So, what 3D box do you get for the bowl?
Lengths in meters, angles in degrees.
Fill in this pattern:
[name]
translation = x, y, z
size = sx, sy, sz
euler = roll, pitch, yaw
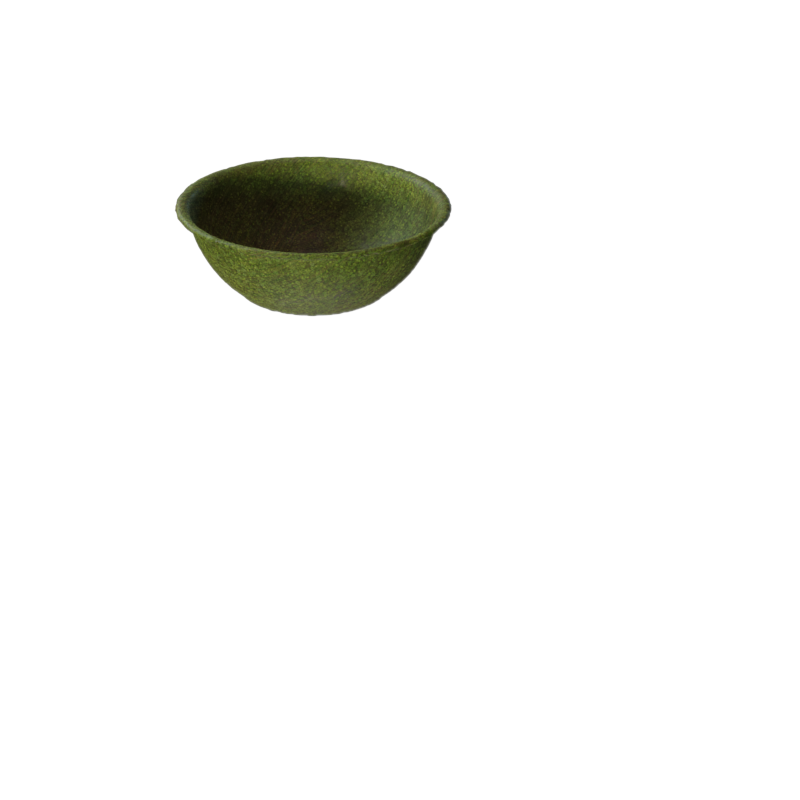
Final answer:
[bowl]
translation = -0.052, -0.094, 0.661
size = 0.162, 0.052, 0.172
euler = -1, 29, -2
